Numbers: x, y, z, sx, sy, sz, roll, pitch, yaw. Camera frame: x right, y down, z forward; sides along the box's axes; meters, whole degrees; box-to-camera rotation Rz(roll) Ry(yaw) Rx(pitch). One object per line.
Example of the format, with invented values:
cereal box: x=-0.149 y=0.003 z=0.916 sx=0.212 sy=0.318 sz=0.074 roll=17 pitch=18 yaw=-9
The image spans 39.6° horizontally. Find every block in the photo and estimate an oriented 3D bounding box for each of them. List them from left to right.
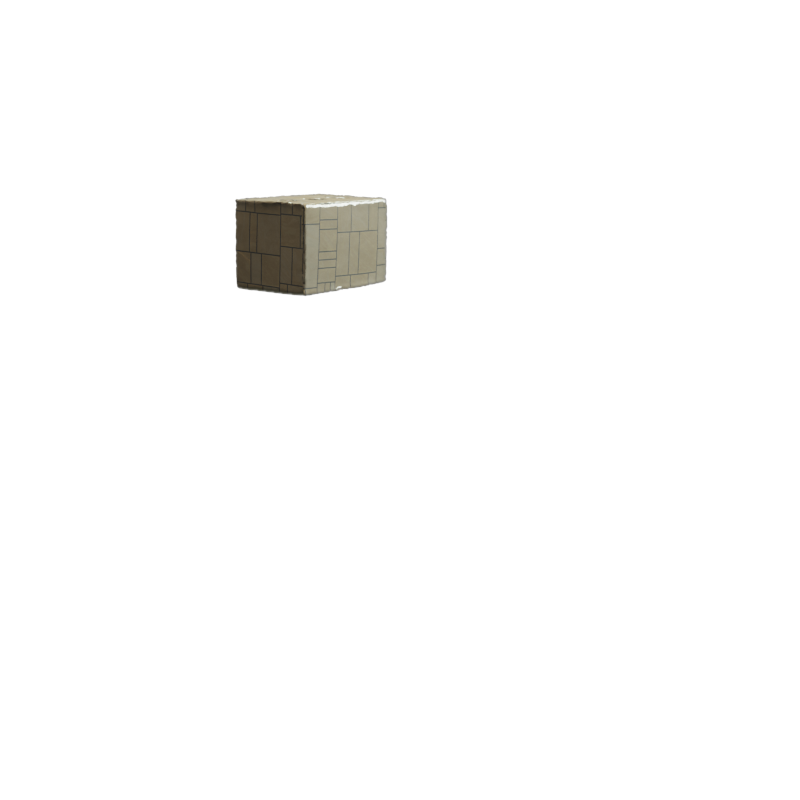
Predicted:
block: x=-0.050 y=-0.091 z=0.638 sx=0.055 sy=0.050 sz=0.076 roll=7 pitch=13 yaw=36
